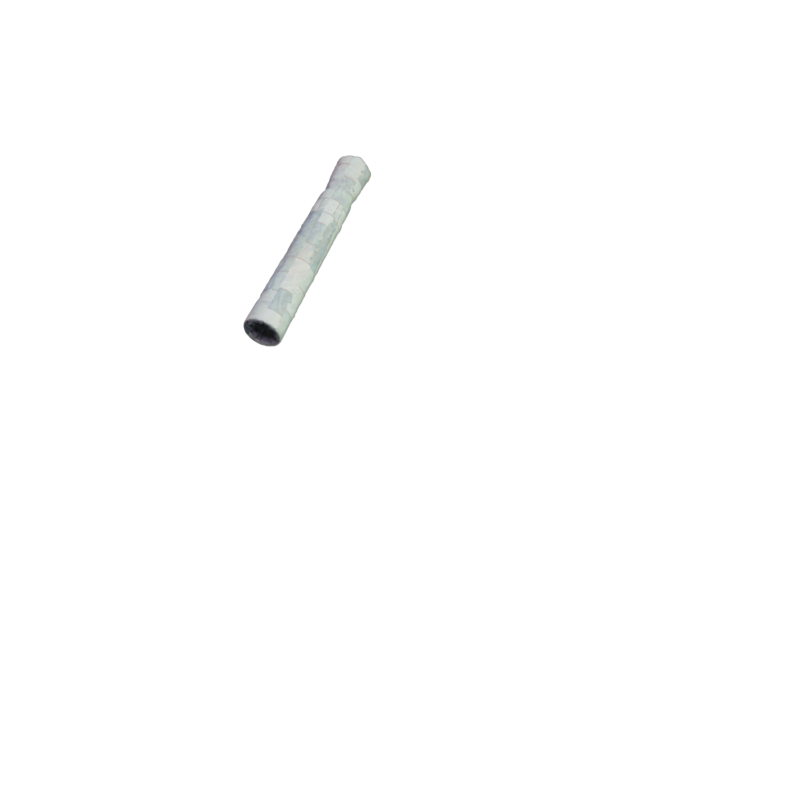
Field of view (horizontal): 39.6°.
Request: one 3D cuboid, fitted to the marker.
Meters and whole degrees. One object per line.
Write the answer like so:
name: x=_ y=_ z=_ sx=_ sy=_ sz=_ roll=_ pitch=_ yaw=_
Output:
marker: x=-0.042 y=-0.076 z=0.531 sx=0.020 sy=0.126 sz=0.018 roll=1 pitch=-43 yaw=27
